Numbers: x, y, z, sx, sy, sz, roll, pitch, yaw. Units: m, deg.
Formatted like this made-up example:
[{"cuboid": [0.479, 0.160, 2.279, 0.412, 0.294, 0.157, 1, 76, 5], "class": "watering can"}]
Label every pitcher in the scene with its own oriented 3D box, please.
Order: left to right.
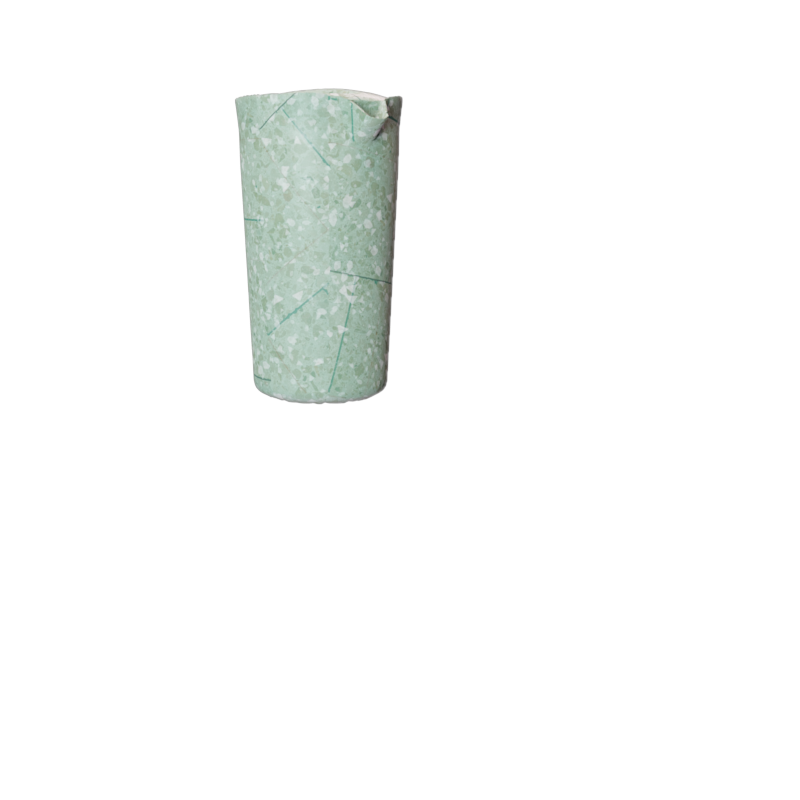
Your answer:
[{"cuboid": [-0.070, -0.128, 0.895, 0.147, 0.241, 0.149, 1, 6, 10], "class": "pitcher"}]
